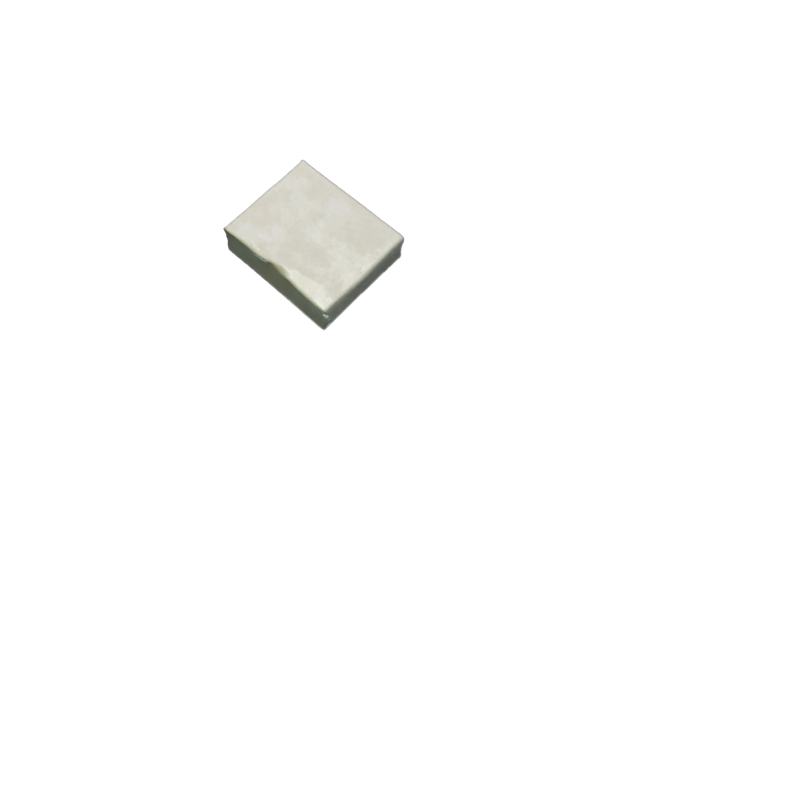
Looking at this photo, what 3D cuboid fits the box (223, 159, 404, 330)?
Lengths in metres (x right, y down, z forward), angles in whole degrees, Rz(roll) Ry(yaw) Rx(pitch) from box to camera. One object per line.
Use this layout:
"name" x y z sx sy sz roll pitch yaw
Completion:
"box" -0.055 -0.100 0.698 0.094 0.074 0.028 40 -22 19
